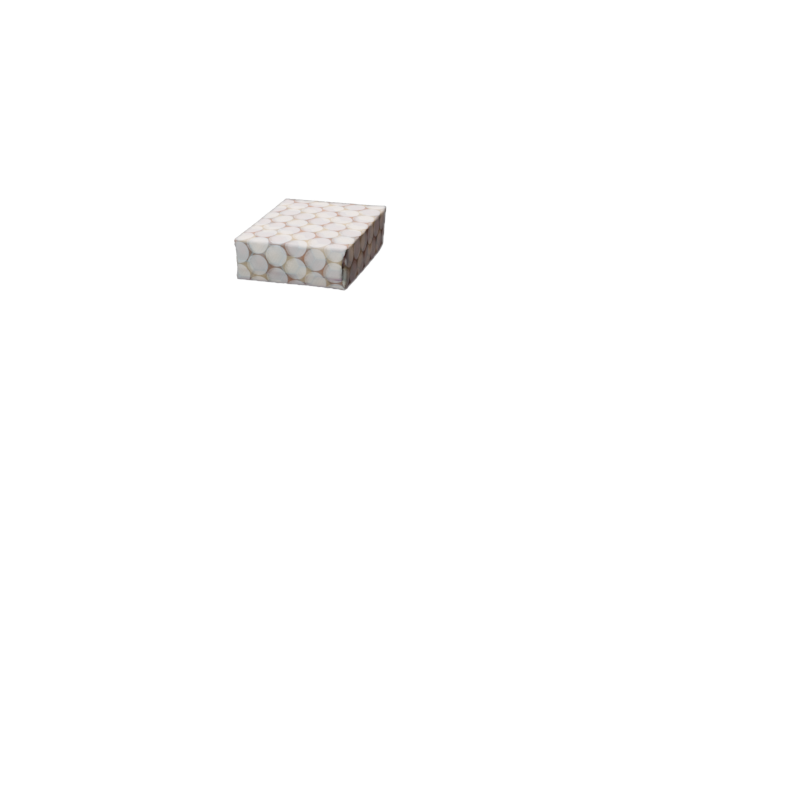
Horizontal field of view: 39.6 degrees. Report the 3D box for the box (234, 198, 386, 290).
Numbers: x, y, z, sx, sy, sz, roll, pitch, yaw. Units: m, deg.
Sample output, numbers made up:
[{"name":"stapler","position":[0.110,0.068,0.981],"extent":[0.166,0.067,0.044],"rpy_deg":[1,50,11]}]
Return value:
[{"name":"box","position":[-0.068,-0.125,0.876],"extent":[0.092,0.037,0.116],"rpy_deg":[7,25,15]}]
